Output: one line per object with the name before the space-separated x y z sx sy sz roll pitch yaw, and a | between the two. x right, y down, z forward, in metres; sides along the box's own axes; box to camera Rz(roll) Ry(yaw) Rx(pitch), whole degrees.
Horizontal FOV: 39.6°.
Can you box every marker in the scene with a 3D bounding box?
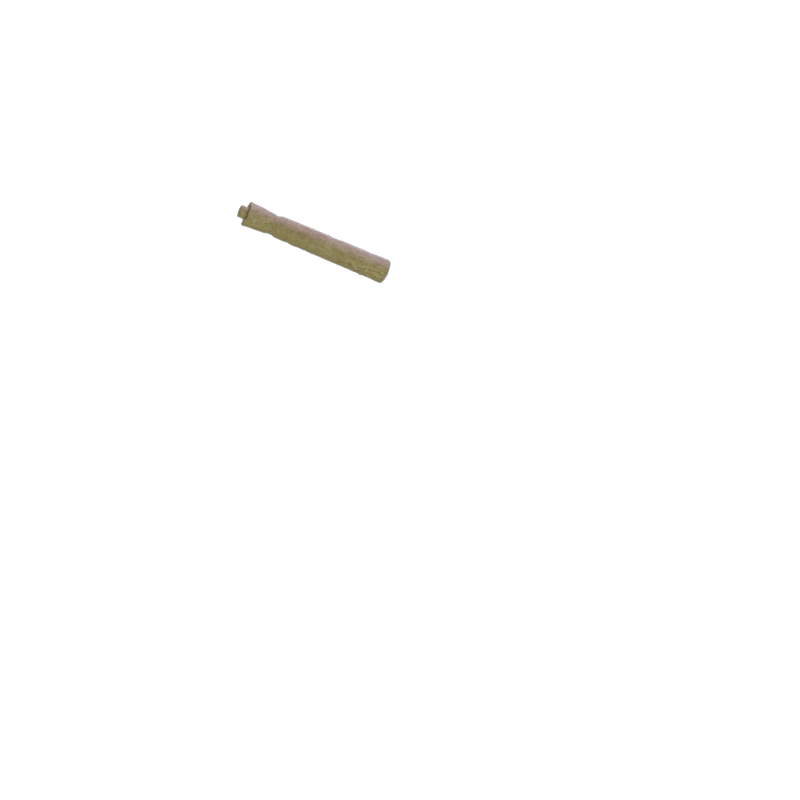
marker | -0.065 -0.118 0.826 0.118 0.020 0.020 21 -2 -13
